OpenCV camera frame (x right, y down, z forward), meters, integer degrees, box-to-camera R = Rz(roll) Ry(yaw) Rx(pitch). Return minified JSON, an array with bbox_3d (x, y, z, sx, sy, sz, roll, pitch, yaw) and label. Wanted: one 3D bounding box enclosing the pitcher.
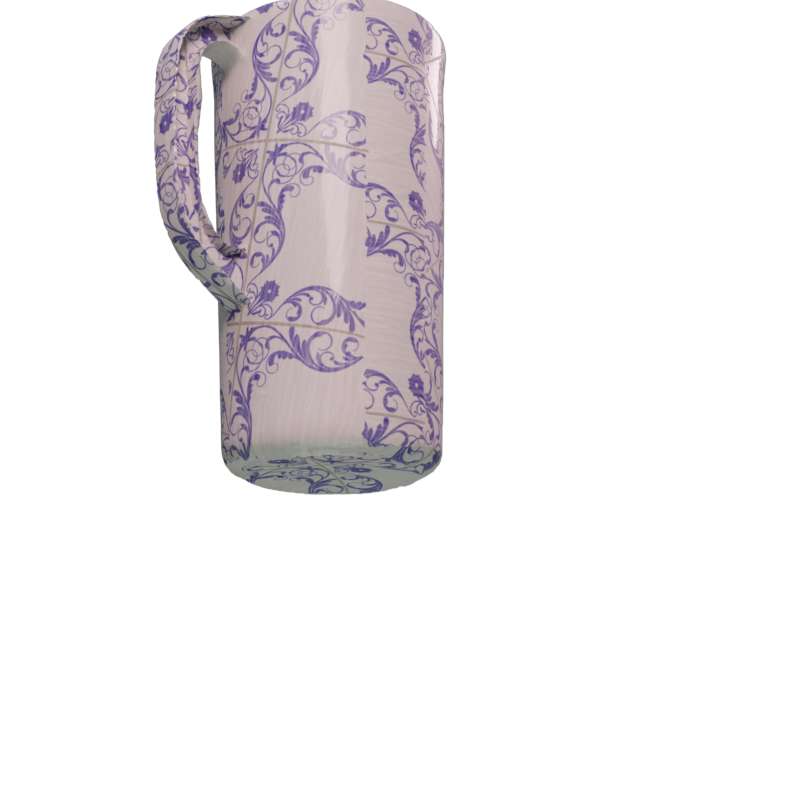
[{"bbox_3d":[-0.045,-0.083,0.579,0.150,0.256,0.137,-2,-22,3],"label":"pitcher"}]
